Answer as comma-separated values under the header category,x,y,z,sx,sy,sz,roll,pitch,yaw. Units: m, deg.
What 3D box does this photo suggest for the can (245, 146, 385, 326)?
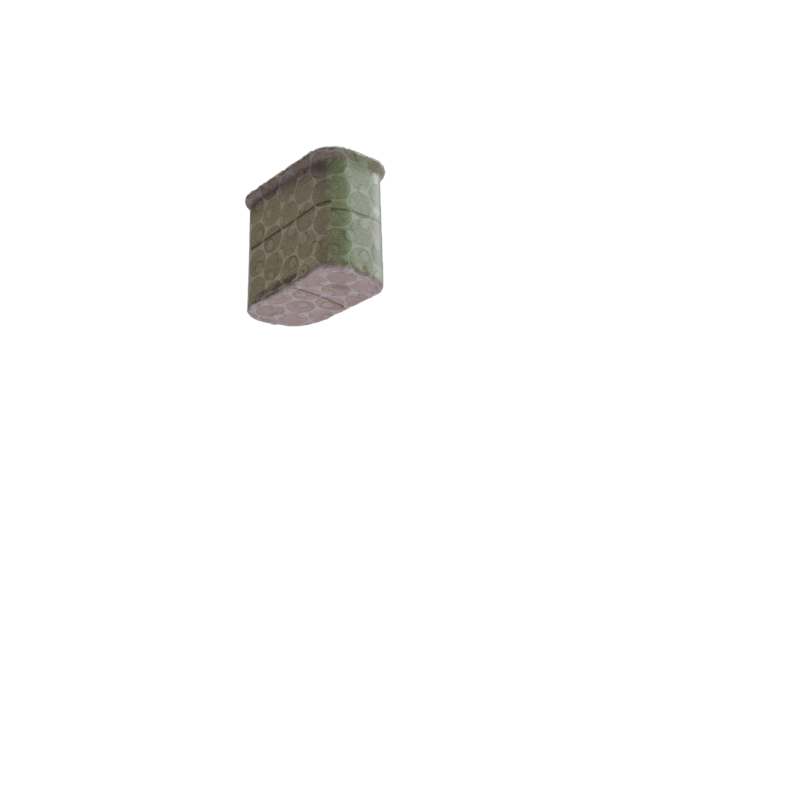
category,x,y,z,sx,sy,sz,roll,pitch,yaw
can,-0.056,-0.102,0.711,0.054,0.088,0.102,18,-29,-37
